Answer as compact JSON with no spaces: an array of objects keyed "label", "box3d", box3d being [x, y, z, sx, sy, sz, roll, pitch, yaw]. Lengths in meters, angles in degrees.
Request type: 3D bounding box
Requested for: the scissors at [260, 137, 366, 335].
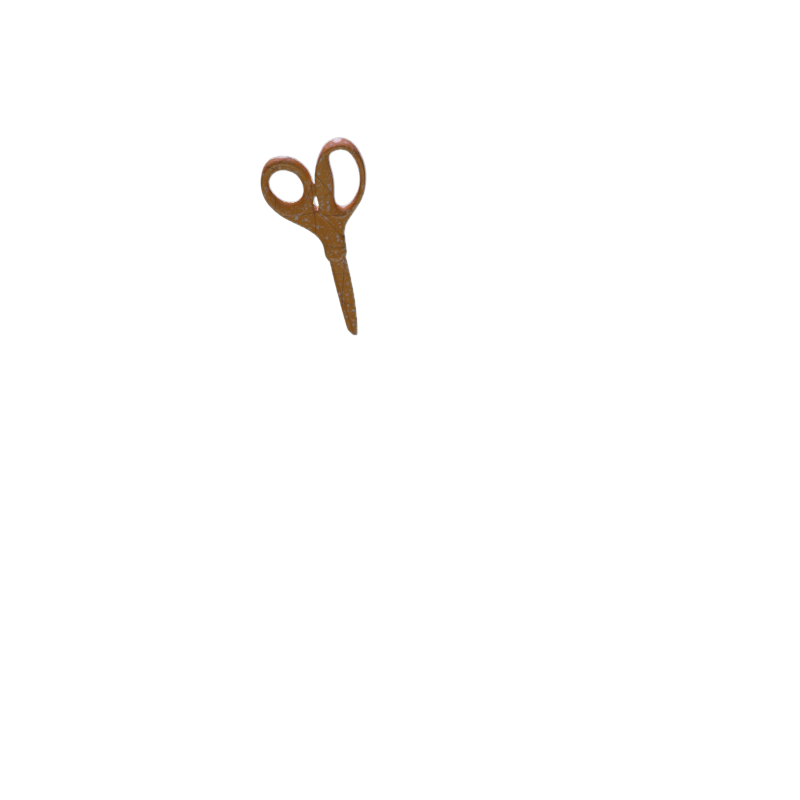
[{"label":"scissors","box3d":[-0.074,-0.135,0.948,0.096,0.189,0.017,5,38,-4]}]
